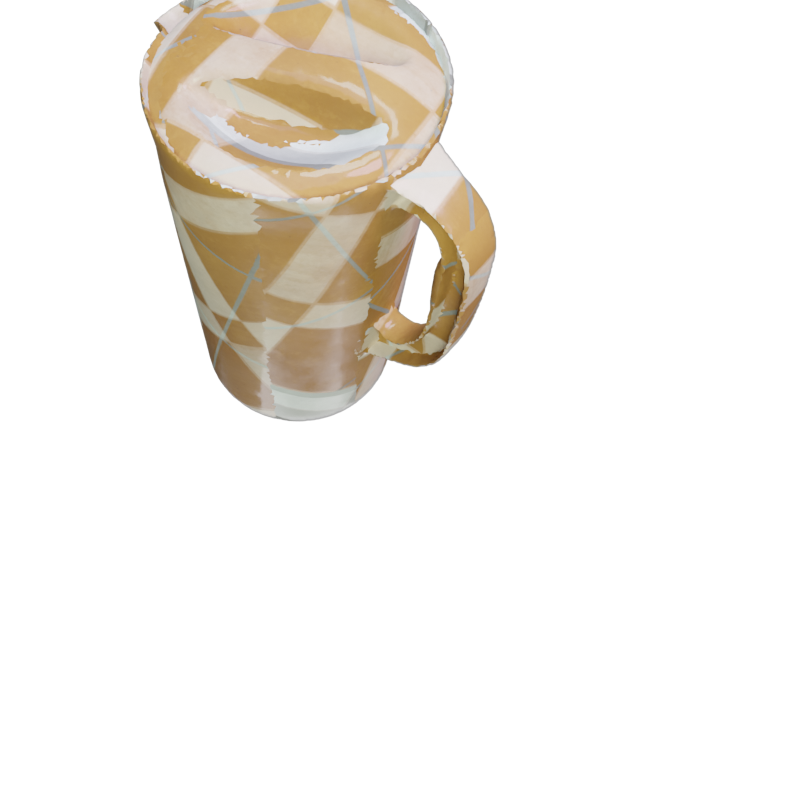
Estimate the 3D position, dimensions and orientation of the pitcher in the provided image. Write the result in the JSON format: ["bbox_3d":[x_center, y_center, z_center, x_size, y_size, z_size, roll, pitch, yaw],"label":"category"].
[{"bbox_3d":[-0.044,-0.080,0.557,0.144,0.159,0.228,-3,-29,-5],"label":"pitcher"}]
